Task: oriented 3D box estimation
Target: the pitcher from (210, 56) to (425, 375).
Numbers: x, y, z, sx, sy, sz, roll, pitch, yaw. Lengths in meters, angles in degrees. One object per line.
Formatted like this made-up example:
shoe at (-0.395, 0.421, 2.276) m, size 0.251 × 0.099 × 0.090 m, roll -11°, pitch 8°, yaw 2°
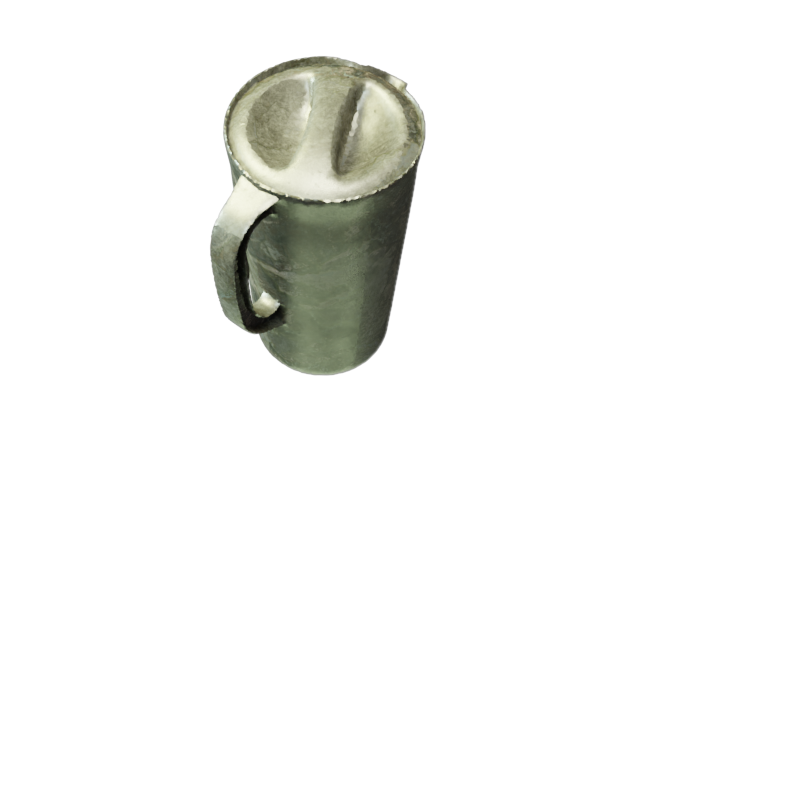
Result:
pitcher at (-0.064, -0.116, 0.813) m, size 0.148 × 0.156 × 0.227 m, roll -6°, pitch -34°, yaw -7°
